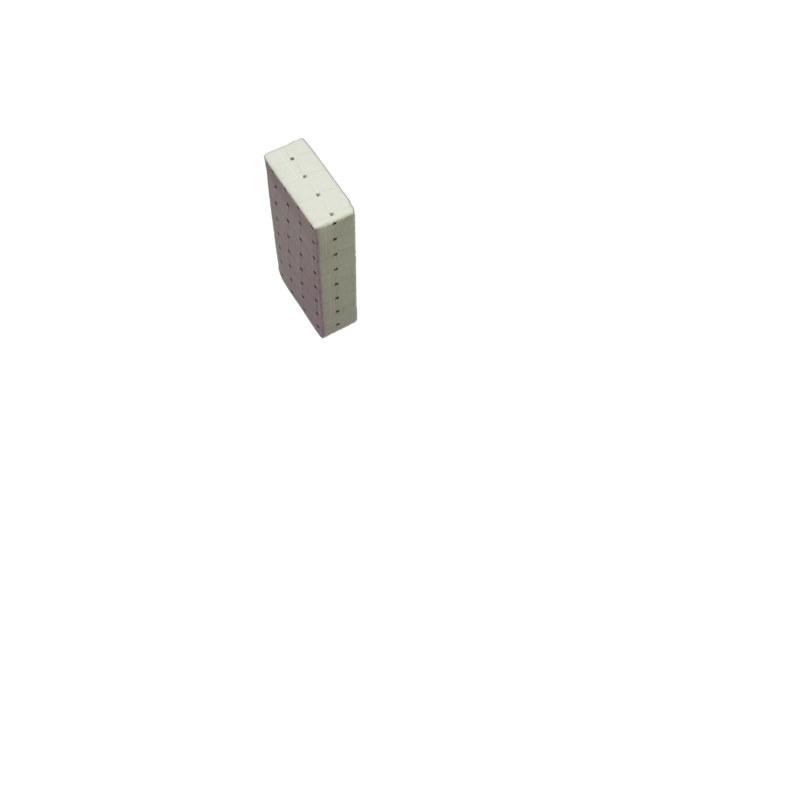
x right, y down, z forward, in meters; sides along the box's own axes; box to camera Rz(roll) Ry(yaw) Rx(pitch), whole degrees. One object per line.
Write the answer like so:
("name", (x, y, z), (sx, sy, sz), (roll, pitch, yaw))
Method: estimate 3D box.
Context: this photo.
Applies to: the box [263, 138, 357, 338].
("box", (-0.077, -0.141, 0.986), (0.048, 0.100, 0.165), (-25, -26, -17))
